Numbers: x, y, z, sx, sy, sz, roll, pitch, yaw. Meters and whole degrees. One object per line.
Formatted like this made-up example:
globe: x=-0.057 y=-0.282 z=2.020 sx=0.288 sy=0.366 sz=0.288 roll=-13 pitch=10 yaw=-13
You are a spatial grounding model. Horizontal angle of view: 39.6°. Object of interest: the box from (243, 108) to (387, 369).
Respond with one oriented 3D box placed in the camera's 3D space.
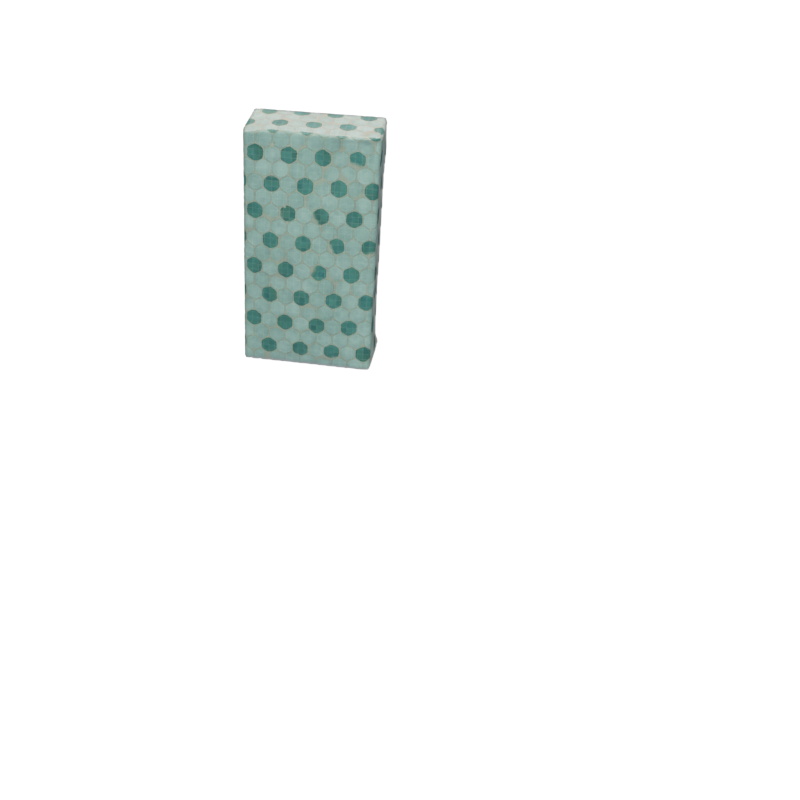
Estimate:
box: x=-0.060 y=-0.109 z=0.763 sx=0.094 sy=0.166 sz=0.050 roll=6 pitch=31 yaw=6
